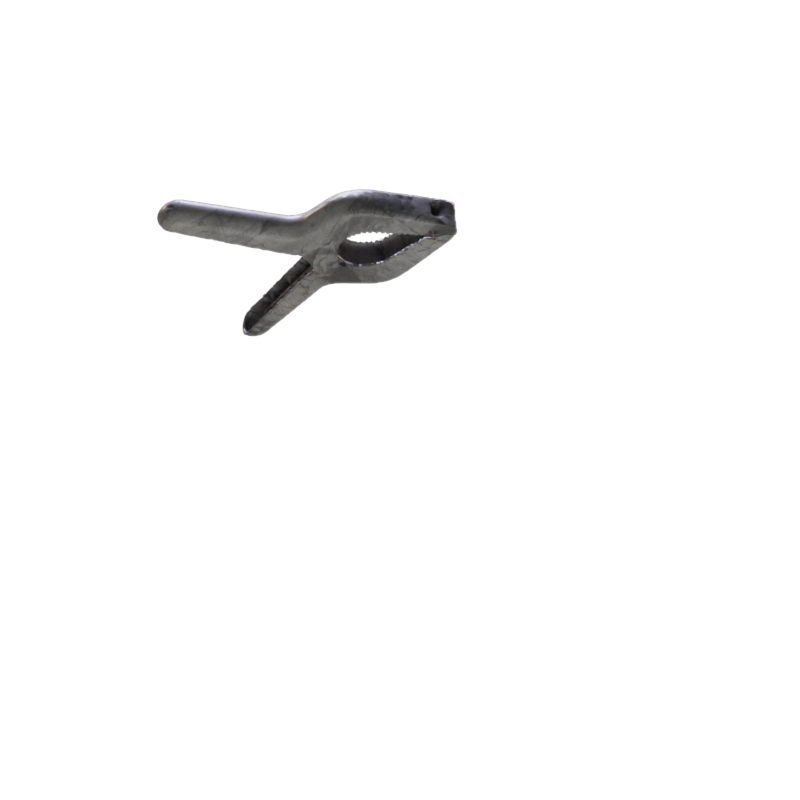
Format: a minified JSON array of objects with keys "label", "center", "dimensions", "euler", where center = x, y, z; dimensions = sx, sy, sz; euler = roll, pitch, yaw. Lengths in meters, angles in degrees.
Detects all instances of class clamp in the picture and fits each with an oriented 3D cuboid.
[{"label":"clamp","center":[-0.065,-0.118,0.824],"dimensions":[0.212,0.039,0.152],"euler":[-14,-35,22]}]
